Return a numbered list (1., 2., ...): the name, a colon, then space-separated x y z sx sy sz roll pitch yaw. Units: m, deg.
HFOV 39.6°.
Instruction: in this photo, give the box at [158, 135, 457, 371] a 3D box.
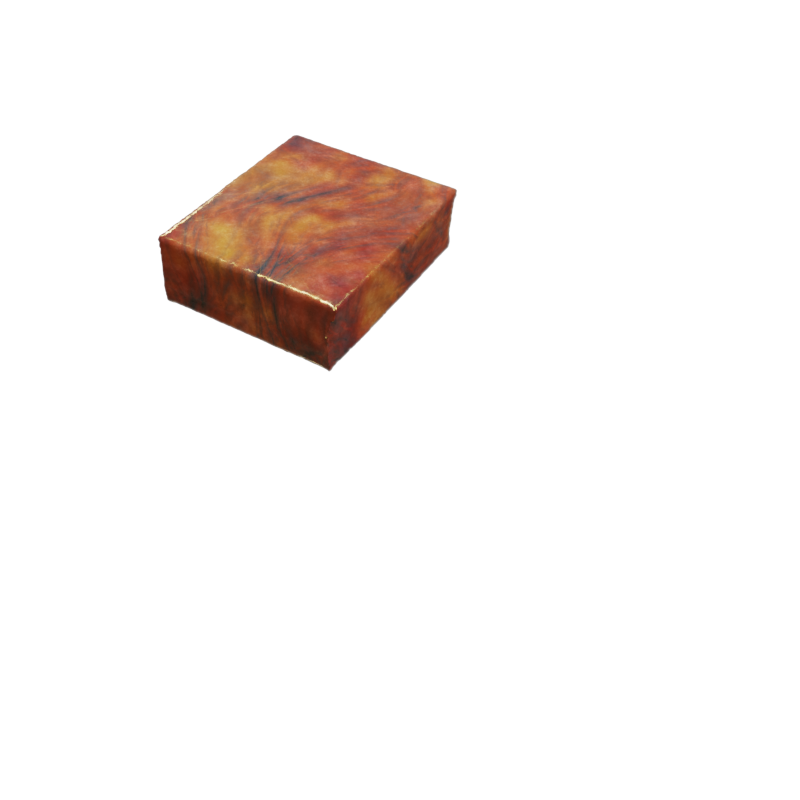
1. box: -0.039 -0.071 0.500 0.094 0.036 0.116 21 45 22
